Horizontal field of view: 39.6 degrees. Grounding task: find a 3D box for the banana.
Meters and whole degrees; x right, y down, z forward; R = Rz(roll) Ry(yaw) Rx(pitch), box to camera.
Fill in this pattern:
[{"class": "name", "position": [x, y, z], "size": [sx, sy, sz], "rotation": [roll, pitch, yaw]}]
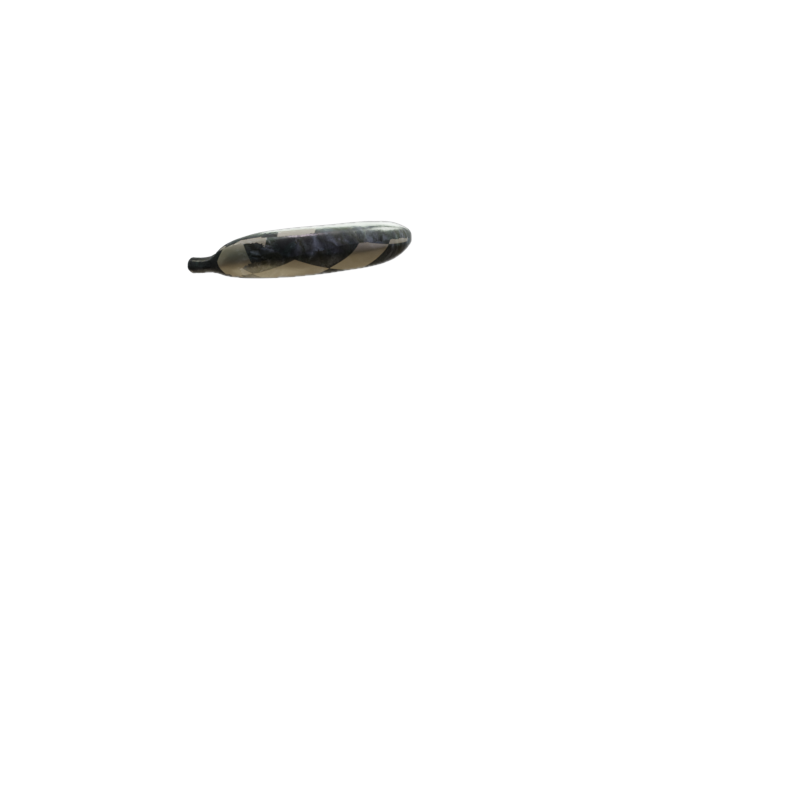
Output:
[{"class": "banana", "position": [-0.063, -0.120, 0.865], "size": [0.193, 0.036, 0.074], "rotation": [-10, 19, -27]}]
